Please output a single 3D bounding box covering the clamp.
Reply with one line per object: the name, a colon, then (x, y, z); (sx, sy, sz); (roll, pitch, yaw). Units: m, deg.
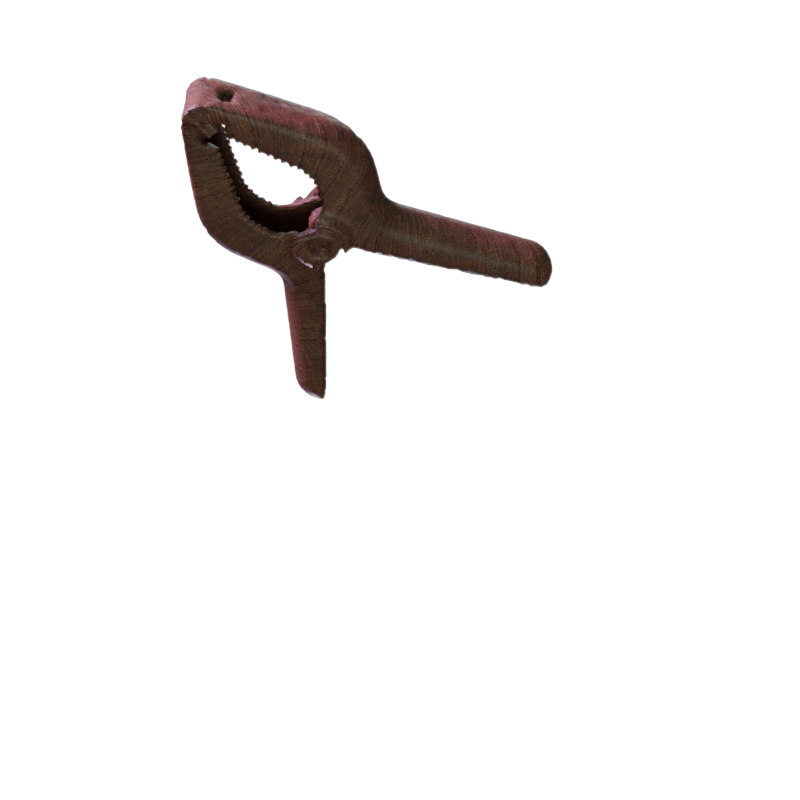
clamp: (-0.046, -0.083, 0.582); (0.163, 0.039, 0.197); (-35, -56, 28)
